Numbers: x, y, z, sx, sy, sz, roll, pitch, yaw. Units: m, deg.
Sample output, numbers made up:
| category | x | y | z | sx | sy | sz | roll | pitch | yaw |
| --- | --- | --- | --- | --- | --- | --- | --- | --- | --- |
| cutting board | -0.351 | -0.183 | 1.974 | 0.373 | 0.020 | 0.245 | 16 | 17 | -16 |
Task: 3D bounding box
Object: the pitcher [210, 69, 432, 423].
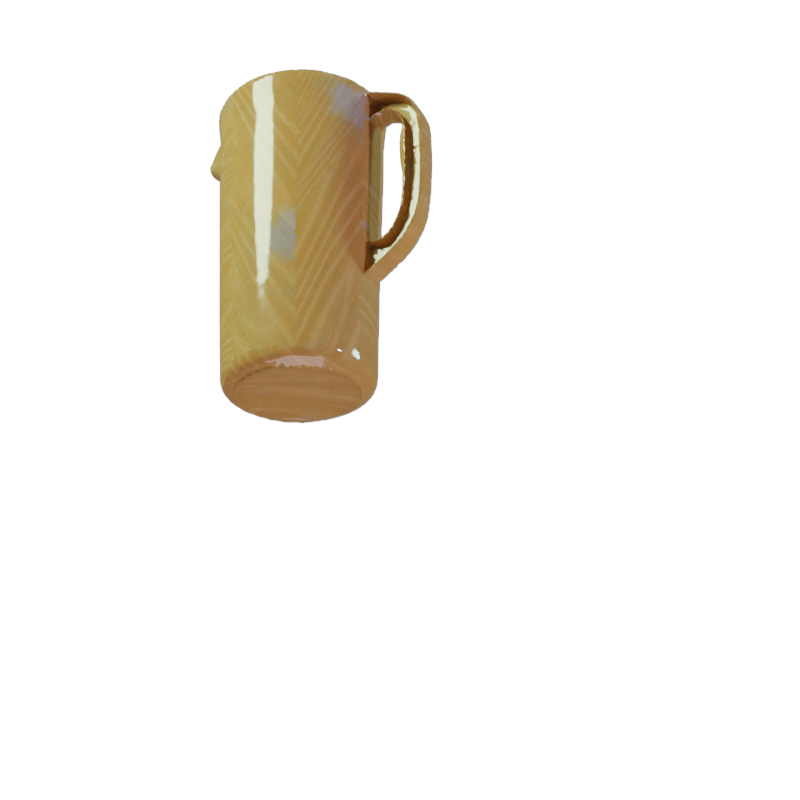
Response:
| category | x | y | z | sx | sy | sz | roll | pitch | yaw |
| --- | --- | --- | --- | --- | --- | --- | --- | --- | --- |
| pitcher | -0.063 | -0.116 | 0.811 | 0.141 | 0.259 | 0.143 | 8 | -32 | -17 |
